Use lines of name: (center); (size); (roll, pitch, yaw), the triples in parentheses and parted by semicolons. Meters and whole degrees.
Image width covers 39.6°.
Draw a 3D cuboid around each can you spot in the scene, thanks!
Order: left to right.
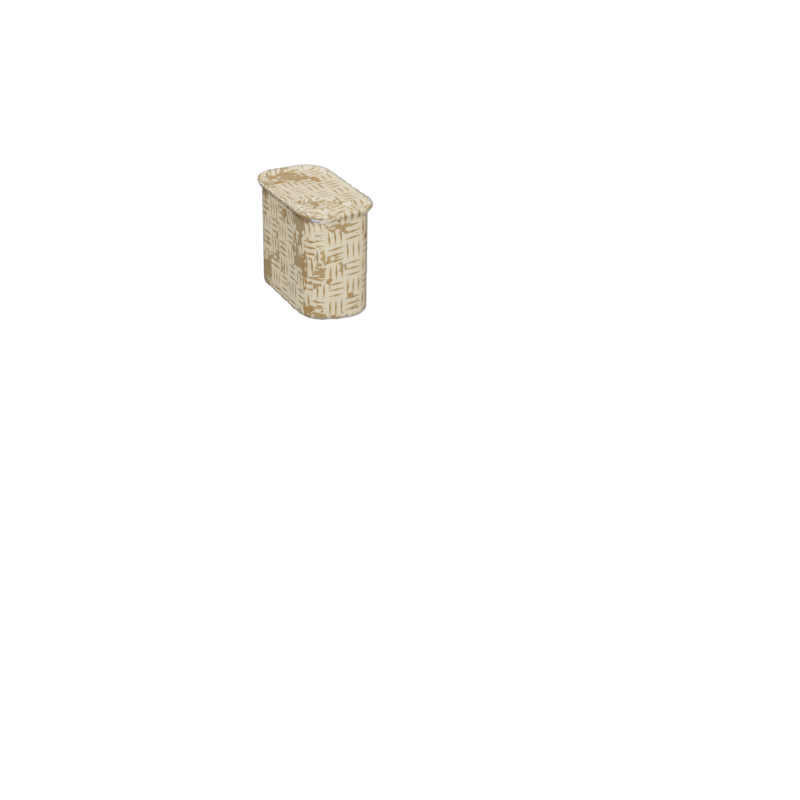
can: (-0.063, -0.116, 0.811); (0.056, 0.079, 0.110); (-12, 31, -25)
